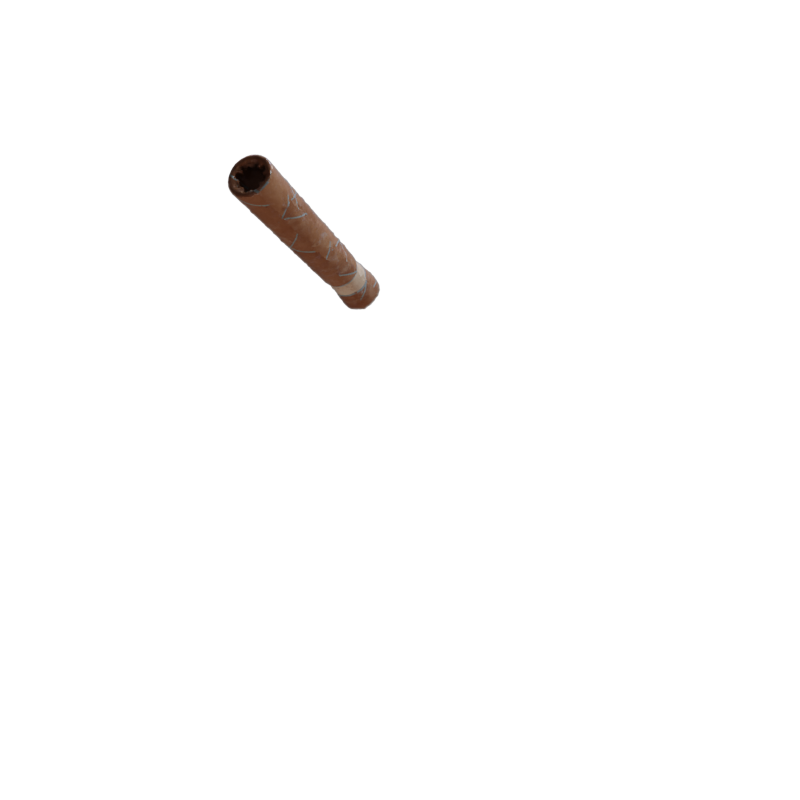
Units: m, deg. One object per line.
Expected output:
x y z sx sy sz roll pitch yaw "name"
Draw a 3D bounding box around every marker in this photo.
-0.036 -0.066 0.466 0.020 0.020 0.113 2 -18 23 "marker"
